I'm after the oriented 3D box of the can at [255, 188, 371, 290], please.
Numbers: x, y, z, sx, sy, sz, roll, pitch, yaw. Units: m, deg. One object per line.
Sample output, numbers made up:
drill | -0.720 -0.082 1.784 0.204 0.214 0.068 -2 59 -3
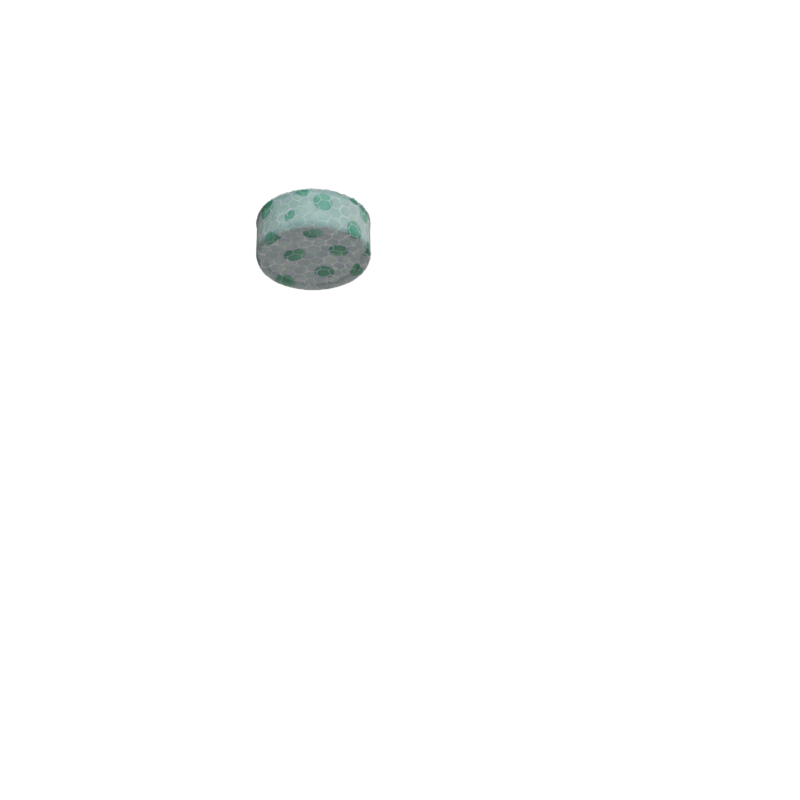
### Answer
can | -0.064 -0.117 0.820 0.086 0.036 0.081 1 -31 -2
